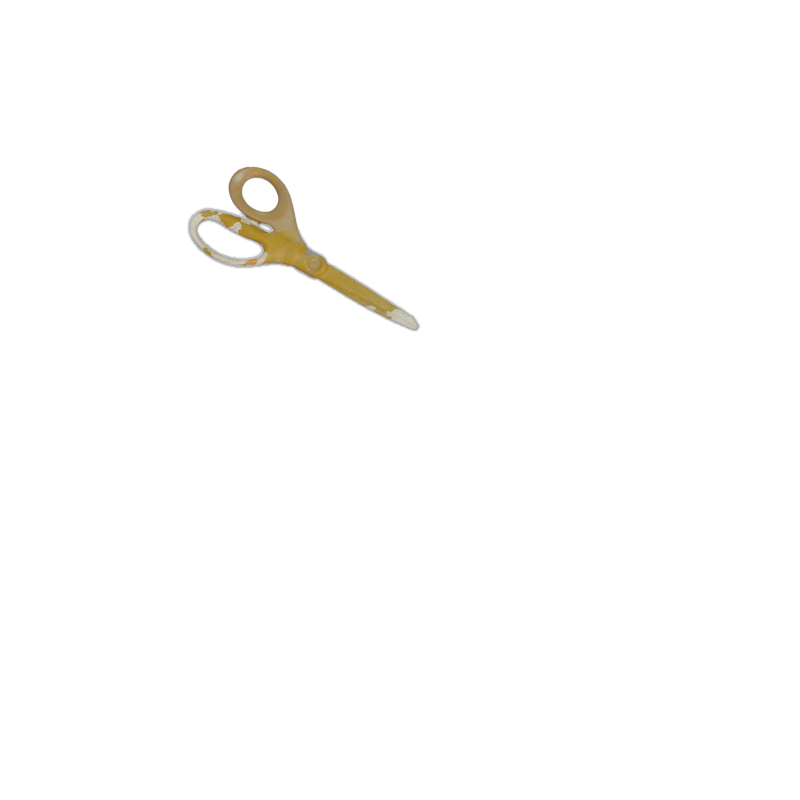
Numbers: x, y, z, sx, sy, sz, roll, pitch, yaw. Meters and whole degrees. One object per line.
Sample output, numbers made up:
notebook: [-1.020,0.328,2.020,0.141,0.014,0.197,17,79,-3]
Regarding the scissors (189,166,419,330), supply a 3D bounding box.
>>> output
scissors: [-0.071,-0.129,0.903,0.204,0.099,0.015,16,-17,5]
